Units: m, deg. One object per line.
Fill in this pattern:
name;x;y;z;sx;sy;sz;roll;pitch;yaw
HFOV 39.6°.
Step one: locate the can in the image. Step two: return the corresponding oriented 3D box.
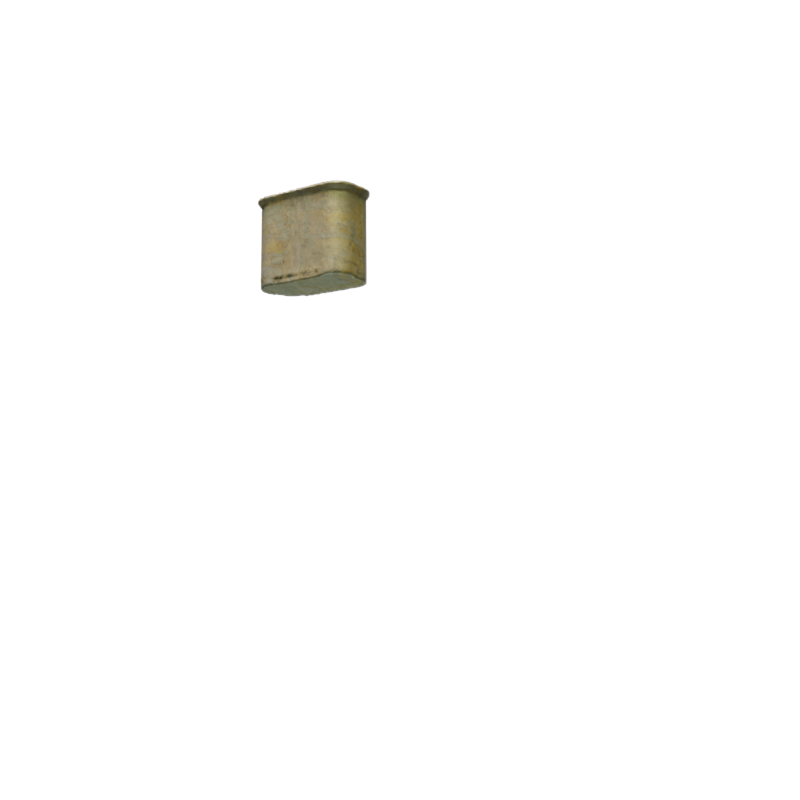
can;-0.077;-0.140;0.982;0.104;0.087;0.054;-8;-15;35
